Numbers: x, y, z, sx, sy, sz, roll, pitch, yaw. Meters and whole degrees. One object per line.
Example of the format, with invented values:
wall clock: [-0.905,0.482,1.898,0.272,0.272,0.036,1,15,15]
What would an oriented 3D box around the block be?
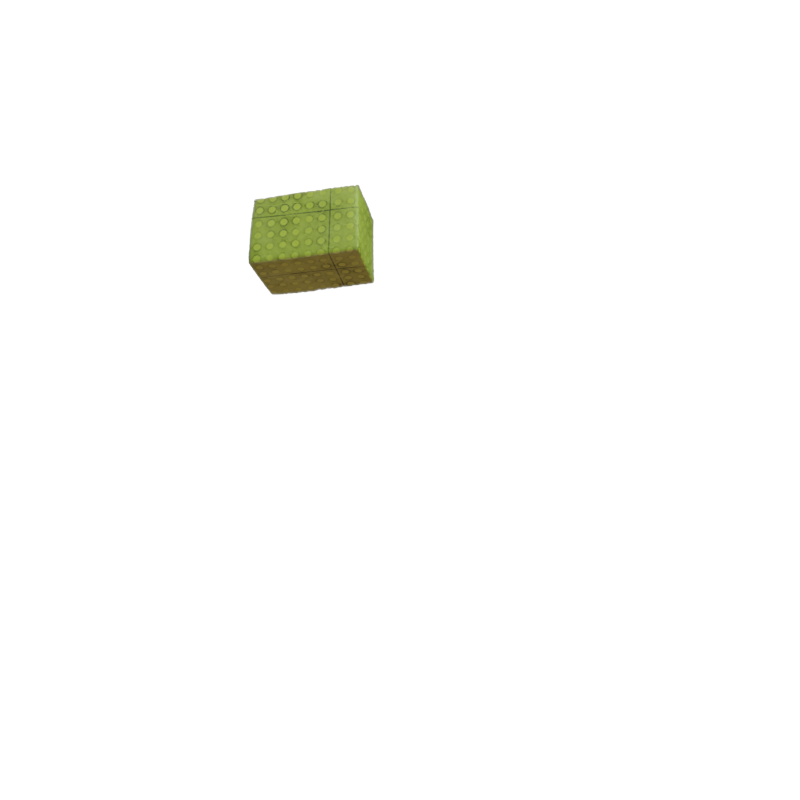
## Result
block: [-0.061,-0.110,0.774,0.079,0.054,0.049,-6,-26,11]
